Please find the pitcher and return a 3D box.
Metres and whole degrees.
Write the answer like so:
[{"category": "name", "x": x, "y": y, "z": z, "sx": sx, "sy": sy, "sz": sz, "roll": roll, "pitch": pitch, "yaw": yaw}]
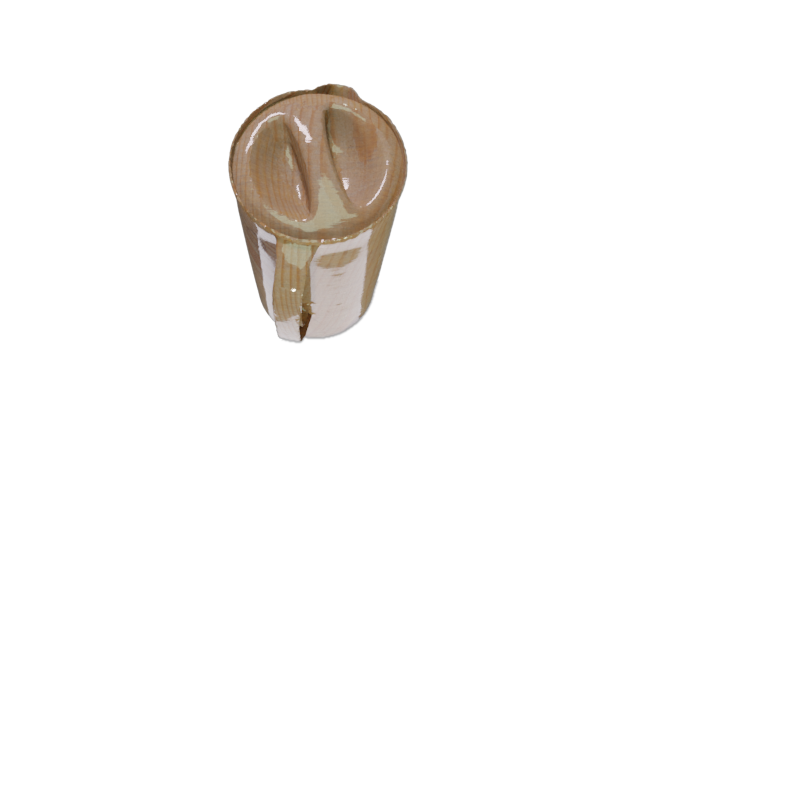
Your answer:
[{"category": "pitcher", "x": -0.072, "y": -0.131, "z": 0.920, "sx": 0.149, "sy": 0.152, "sz": 0.231, "roll": -32, "pitch": -16, "yaw": -14}]
